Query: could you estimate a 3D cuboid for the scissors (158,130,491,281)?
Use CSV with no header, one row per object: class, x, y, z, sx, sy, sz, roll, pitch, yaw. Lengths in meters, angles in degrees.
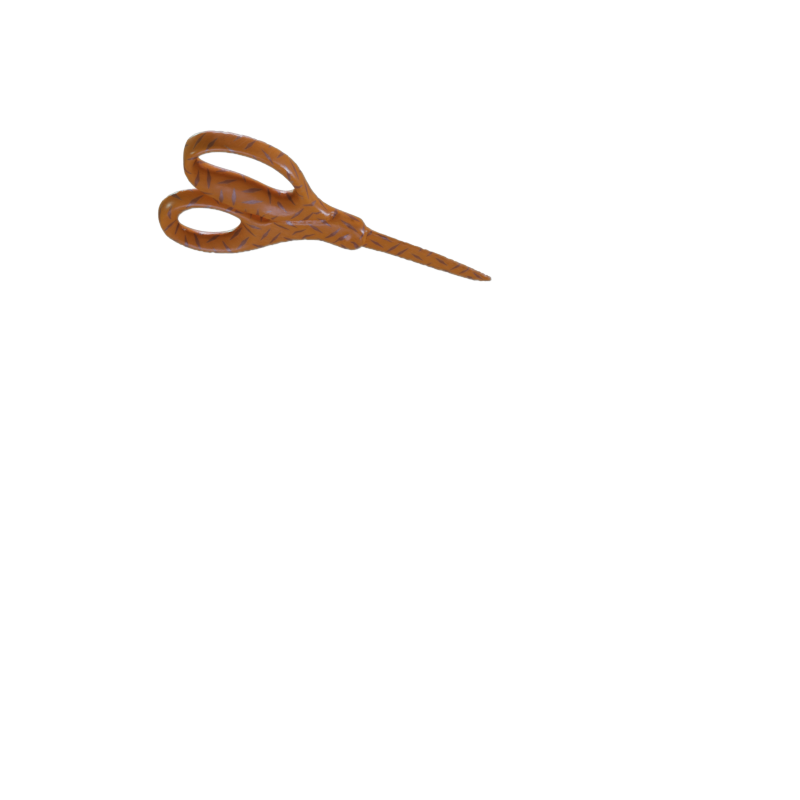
scissors,-0.049,-0.089,0.621,0.096,0.017,0.189,-28,-41,37
